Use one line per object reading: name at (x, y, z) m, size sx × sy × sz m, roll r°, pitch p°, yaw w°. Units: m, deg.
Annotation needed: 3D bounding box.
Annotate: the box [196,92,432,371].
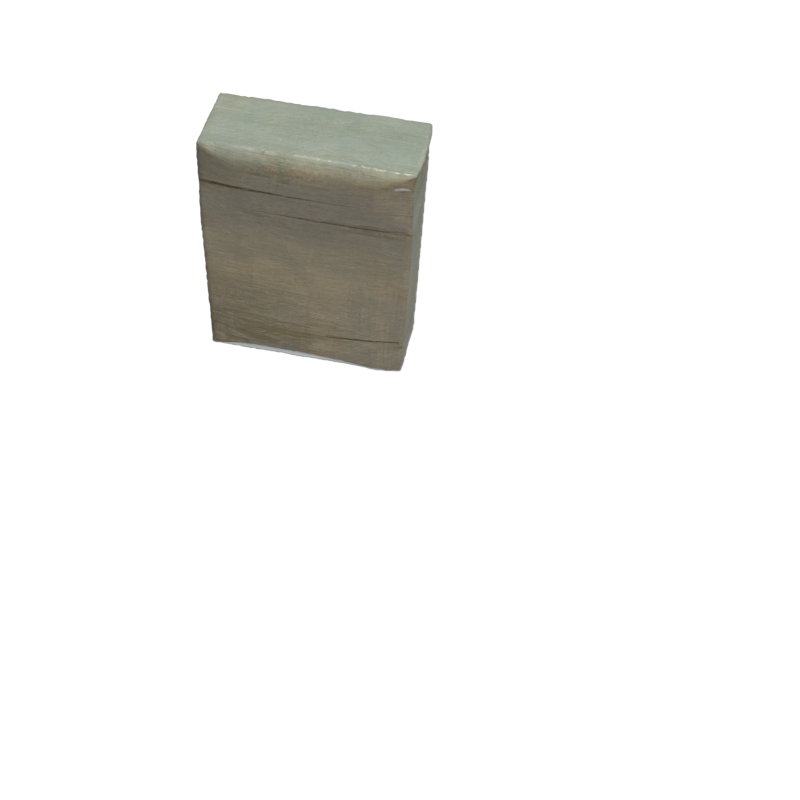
box at (-0.068, -0.123, 0.863) m, size 0.167 × 0.076 × 0.199 m, roll 11°, pitch -42°, yaw 7°
